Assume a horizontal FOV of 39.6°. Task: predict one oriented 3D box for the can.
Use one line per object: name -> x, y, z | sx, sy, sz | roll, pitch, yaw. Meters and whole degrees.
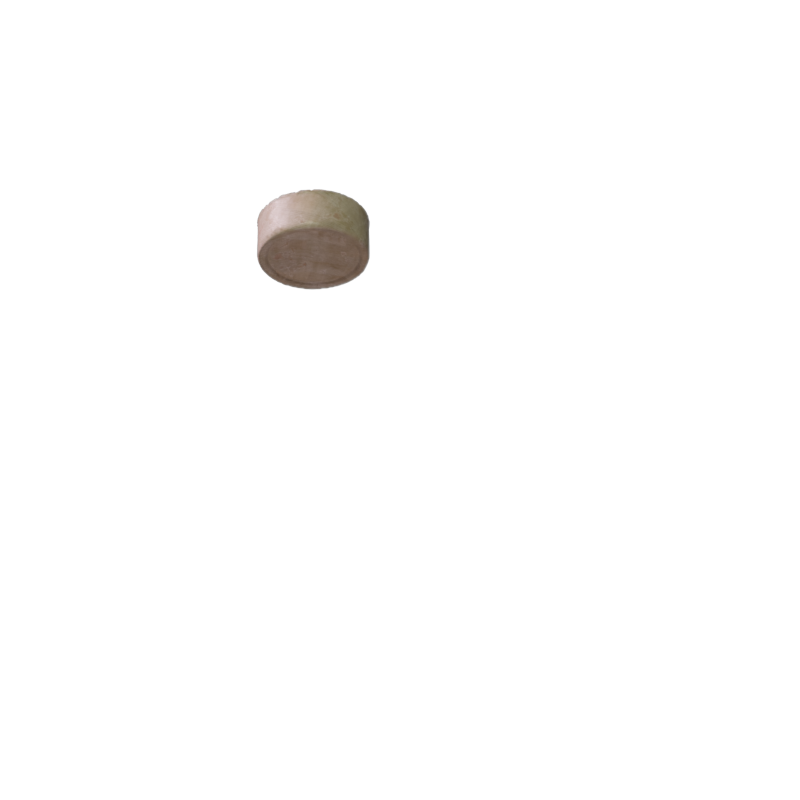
can -> -0.065, -0.119, 0.834 | 0.086, 0.036, 0.081 | 1, -31, -2
